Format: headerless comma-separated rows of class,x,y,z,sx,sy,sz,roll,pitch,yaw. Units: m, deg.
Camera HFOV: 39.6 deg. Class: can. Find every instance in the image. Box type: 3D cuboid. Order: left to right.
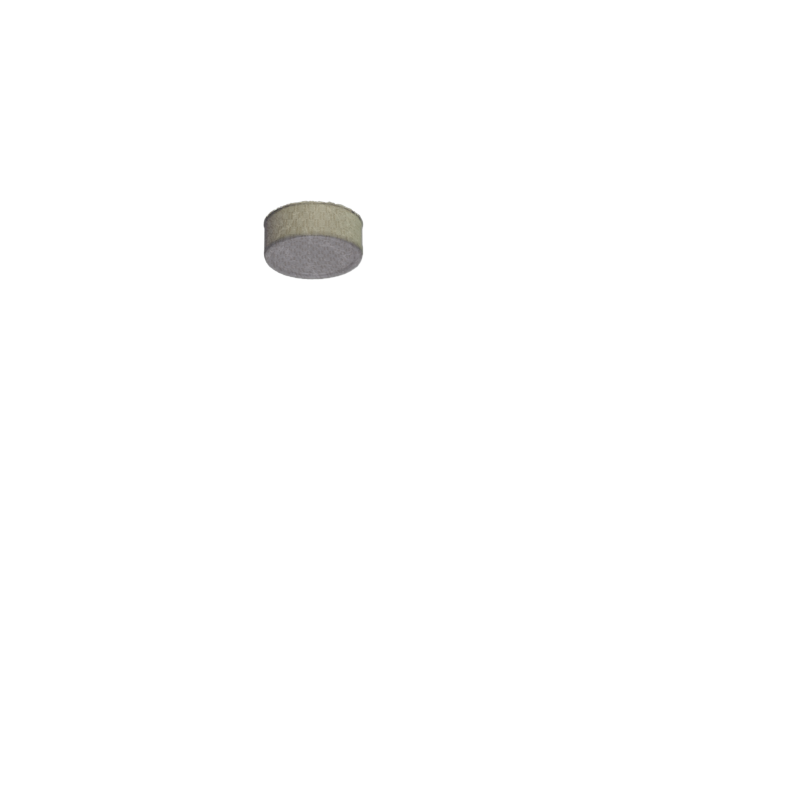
can,-0.074,-0.135,0.945,0.086,0.035,0.082,0,-21,-2
